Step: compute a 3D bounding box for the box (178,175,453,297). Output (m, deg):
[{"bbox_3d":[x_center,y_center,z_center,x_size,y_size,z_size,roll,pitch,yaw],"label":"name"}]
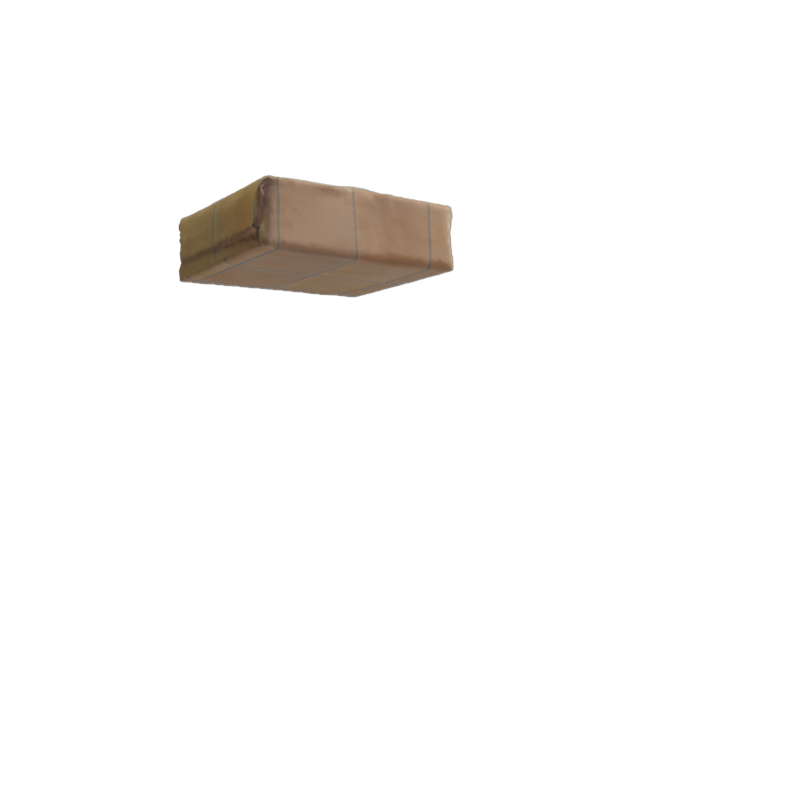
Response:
[{"bbox_3d":[-0.035,-0.064,0.448,0.086,0.031,0.074,4,-8,-32],"label":"box"}]
